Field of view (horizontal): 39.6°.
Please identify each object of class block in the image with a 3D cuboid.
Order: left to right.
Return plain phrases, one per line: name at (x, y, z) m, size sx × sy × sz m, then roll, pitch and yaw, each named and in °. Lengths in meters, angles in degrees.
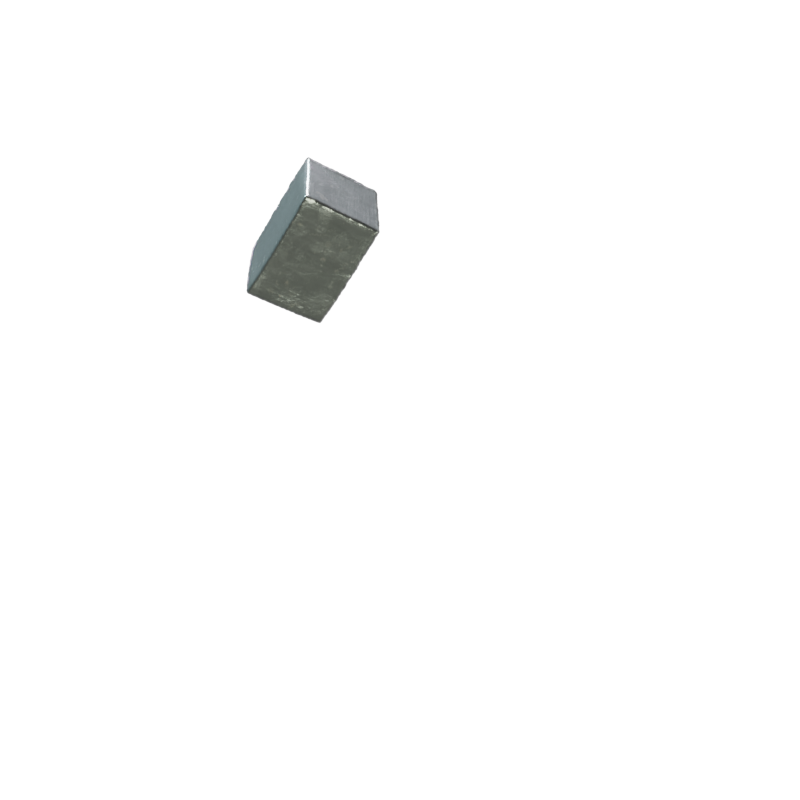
block at (-0.054, -0.098, 0.686) m, size 0.051 × 0.076 × 0.055 m, roll 26°, pitch 29°, yaw -18°
